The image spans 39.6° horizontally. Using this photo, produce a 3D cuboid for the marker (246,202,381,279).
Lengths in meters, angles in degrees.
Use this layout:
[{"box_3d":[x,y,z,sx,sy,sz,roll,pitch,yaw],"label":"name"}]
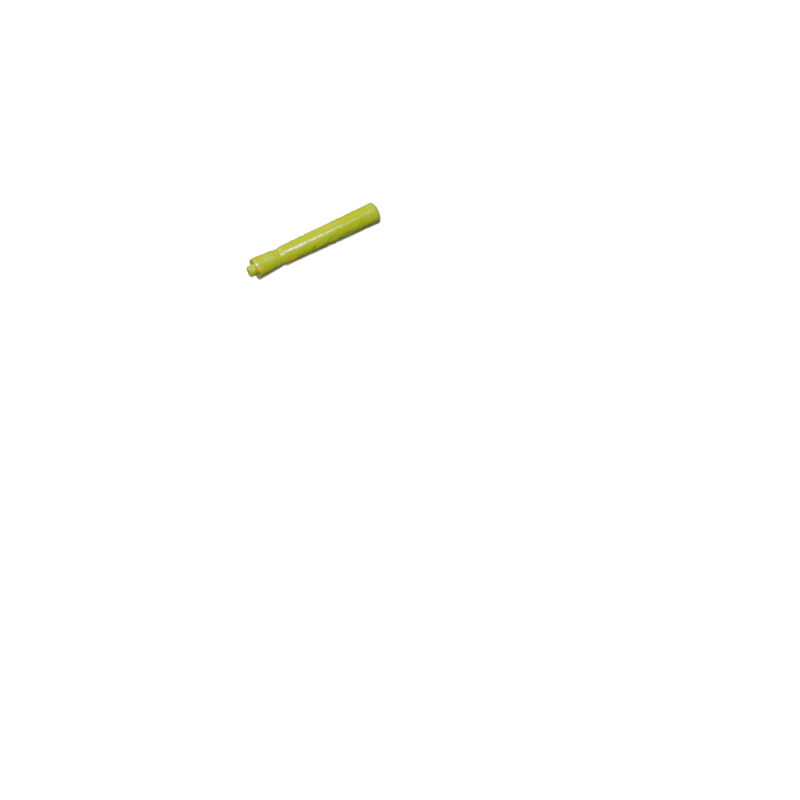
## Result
[{"box_3d":[-0.071,-0.130,0.911,0.121,0.019,0.020,-28,14,-18],"label":"marker"}]
